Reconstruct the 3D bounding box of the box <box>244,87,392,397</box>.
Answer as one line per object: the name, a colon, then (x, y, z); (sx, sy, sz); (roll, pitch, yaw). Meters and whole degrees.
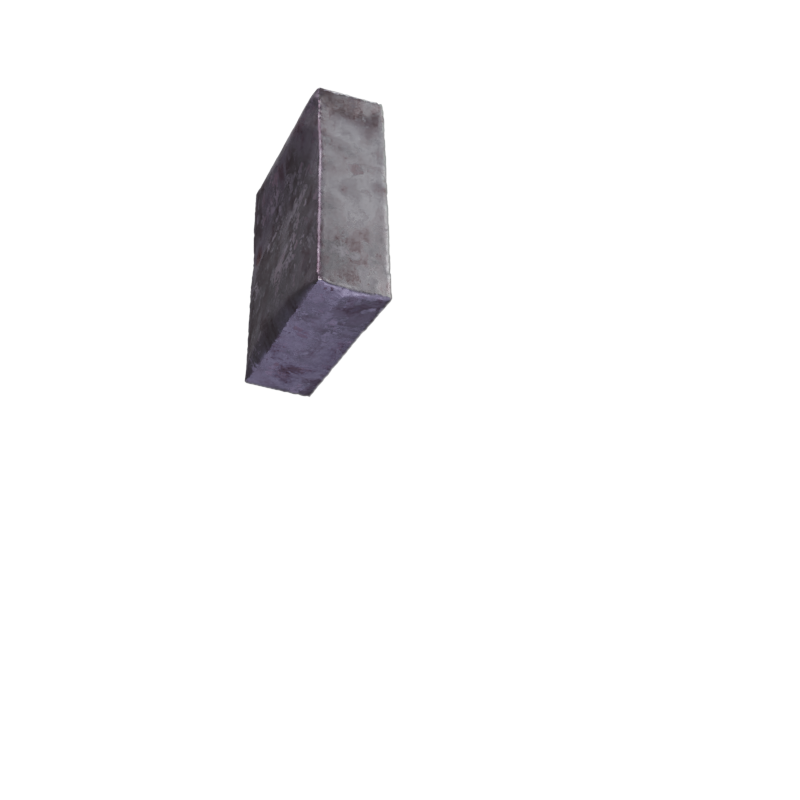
box: (-0.075, -0.137, 0.961); (0.069, 0.229, 0.159); (14, -37, -23)
